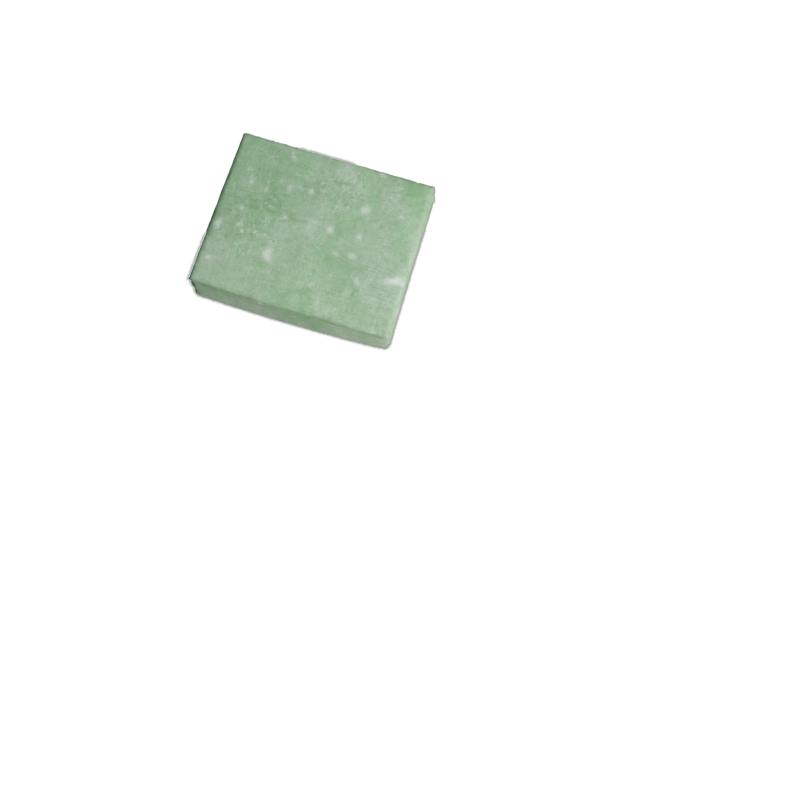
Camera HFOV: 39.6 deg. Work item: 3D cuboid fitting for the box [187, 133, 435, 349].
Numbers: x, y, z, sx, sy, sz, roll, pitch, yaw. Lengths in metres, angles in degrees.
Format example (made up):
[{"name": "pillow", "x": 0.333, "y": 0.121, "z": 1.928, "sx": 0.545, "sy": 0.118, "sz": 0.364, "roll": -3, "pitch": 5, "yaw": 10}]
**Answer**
[{"name": "box", "x": -0.047, "y": -0.086, "z": 0.602, "sx": 0.115, "sy": 0.093, "sz": 0.037, "roll": 17, "pitch": -17, "yaw": 5}]
